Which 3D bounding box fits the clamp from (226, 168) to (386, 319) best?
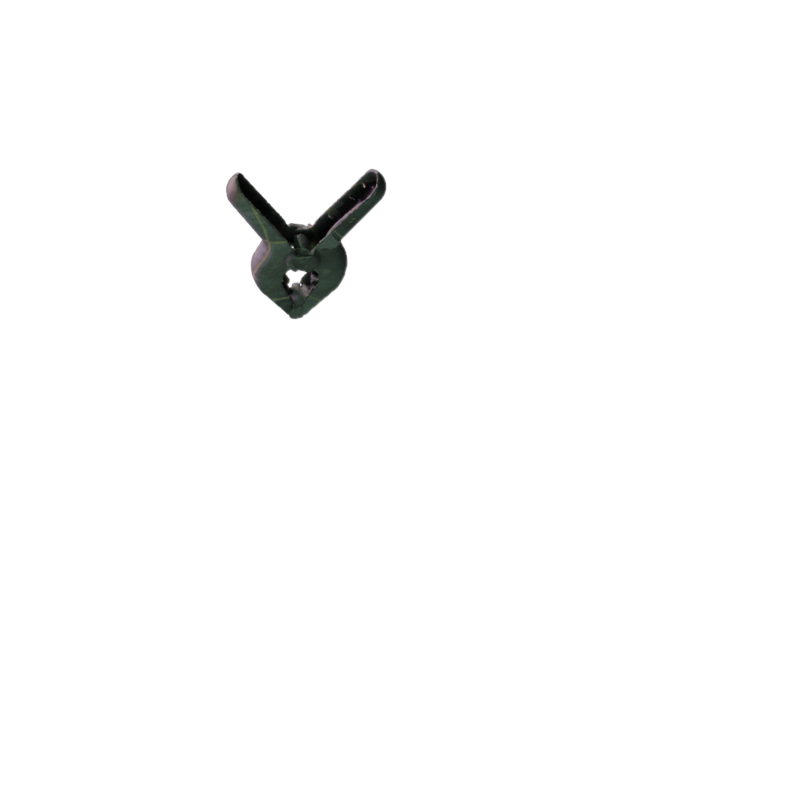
[{"bbox_3d":[-0.069,-0.127,0.888,0.120,0.042,0.160,-1,-31,2],"label":"clamp"}]
